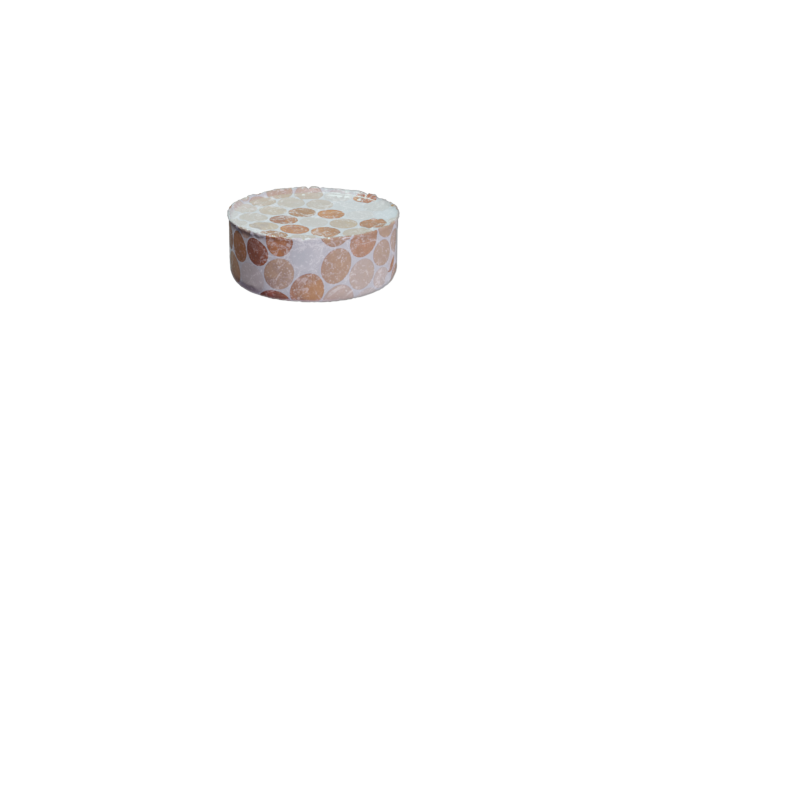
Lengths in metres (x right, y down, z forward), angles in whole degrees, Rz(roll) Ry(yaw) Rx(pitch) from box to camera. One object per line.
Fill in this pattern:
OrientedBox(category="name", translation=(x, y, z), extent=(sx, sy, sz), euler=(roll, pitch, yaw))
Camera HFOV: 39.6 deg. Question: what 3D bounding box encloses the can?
OrientedBox(category="can", translation=(-0.044, -0.079, 0.556), extent=(0.086, 0.032, 0.090), euler=(-1, 25, -2))
